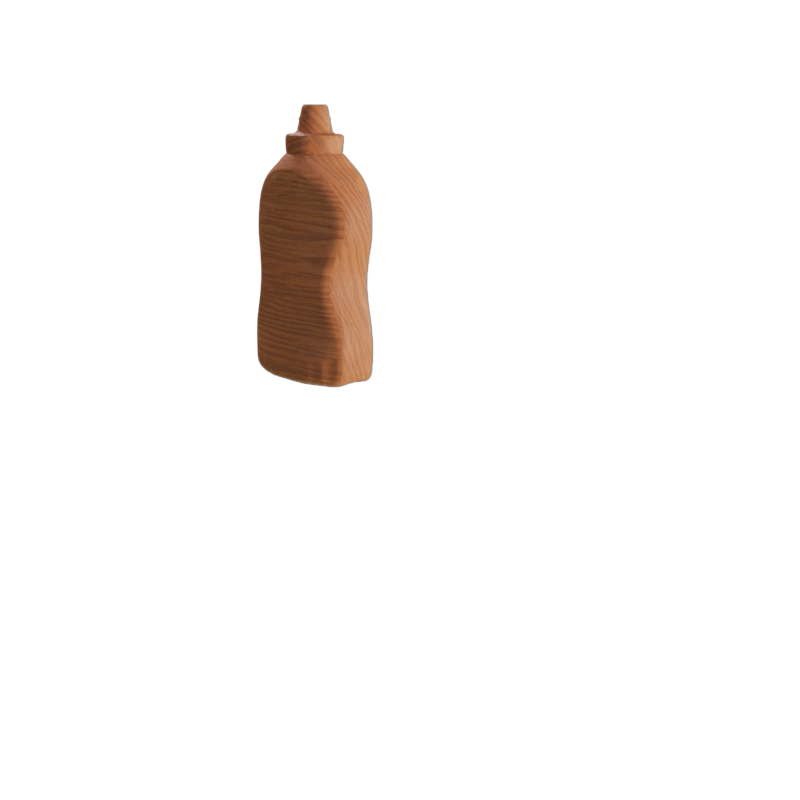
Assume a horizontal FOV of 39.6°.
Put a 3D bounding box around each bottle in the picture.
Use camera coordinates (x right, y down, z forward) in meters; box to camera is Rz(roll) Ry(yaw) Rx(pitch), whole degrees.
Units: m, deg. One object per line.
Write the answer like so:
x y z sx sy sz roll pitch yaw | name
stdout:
-0.061 -0.111 0.780 0.057 0.188 0.101 -6 11 -40 | bottle
